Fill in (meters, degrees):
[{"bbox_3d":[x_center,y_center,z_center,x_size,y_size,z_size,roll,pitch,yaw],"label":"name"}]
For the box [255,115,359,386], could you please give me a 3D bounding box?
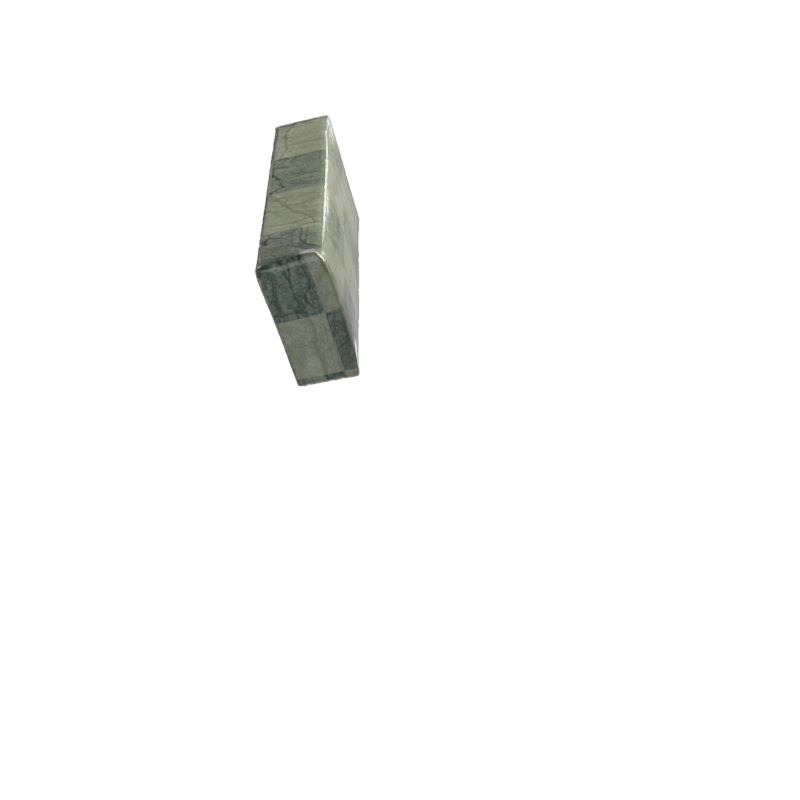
[{"bbox_3d":[-0.057,-0.102,0.719,0.048,0.087,0.189,-13,37,6],"label":"box"}]
